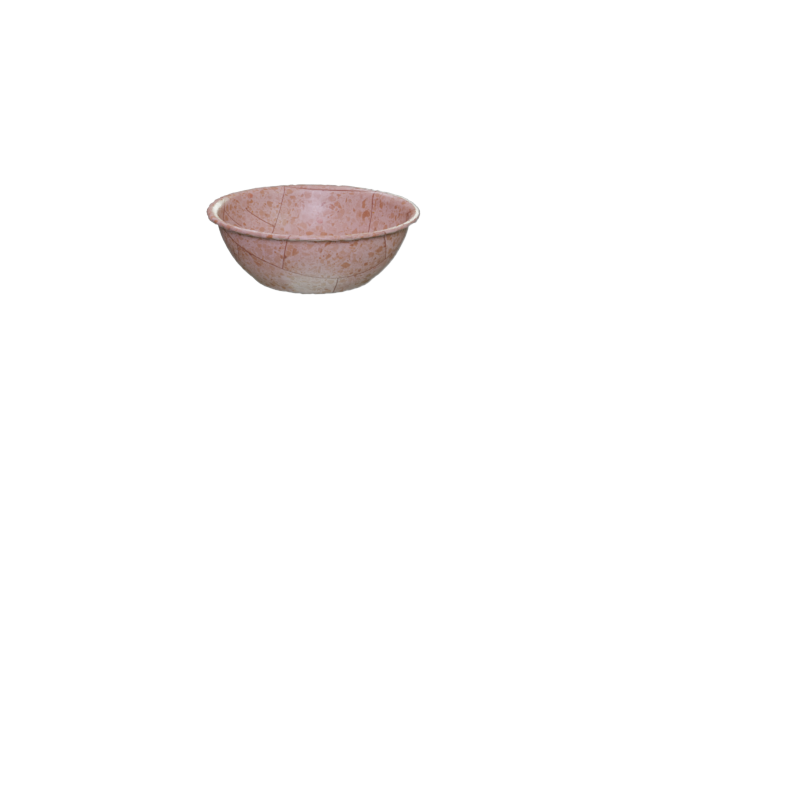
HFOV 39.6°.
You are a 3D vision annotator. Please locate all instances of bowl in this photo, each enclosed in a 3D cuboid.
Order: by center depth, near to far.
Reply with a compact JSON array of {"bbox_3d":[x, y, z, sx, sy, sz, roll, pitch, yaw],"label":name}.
[{"bbox_3d":[-0.066,-0.121,0.844,0.162,0.053,0.170,-1,22,-2],"label":"bowl"}]
